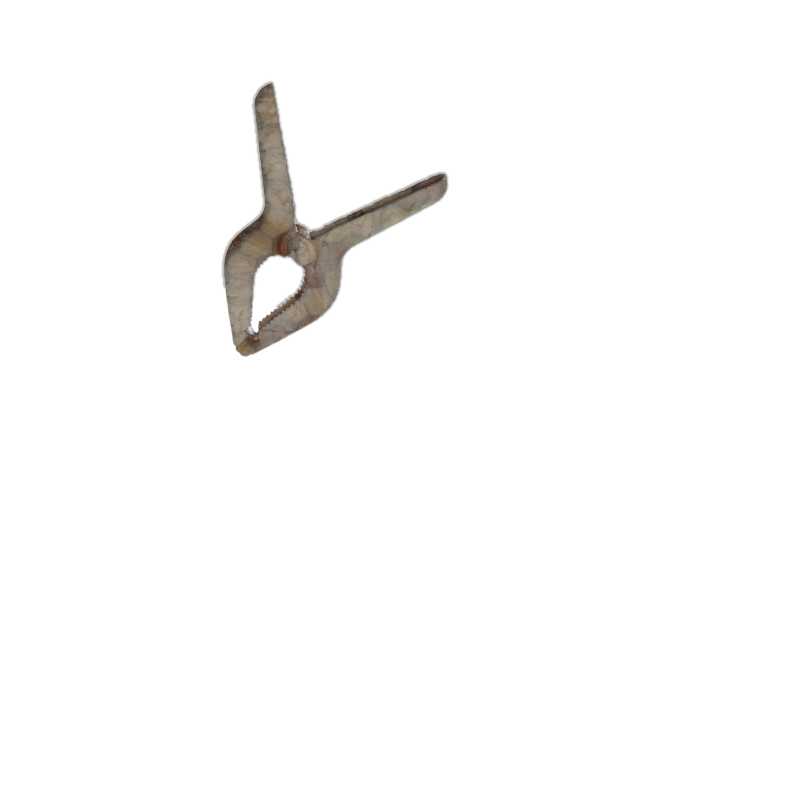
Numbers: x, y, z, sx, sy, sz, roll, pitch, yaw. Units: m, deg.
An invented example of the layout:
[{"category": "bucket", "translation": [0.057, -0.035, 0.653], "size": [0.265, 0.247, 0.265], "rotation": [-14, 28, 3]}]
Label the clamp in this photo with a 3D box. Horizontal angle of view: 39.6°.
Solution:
[{"category": "clamp", "translation": [-0.068, -0.125, 0.875], "size": [0.163, 0.205, 0.038], "rotation": [21, 13, -5]}]
